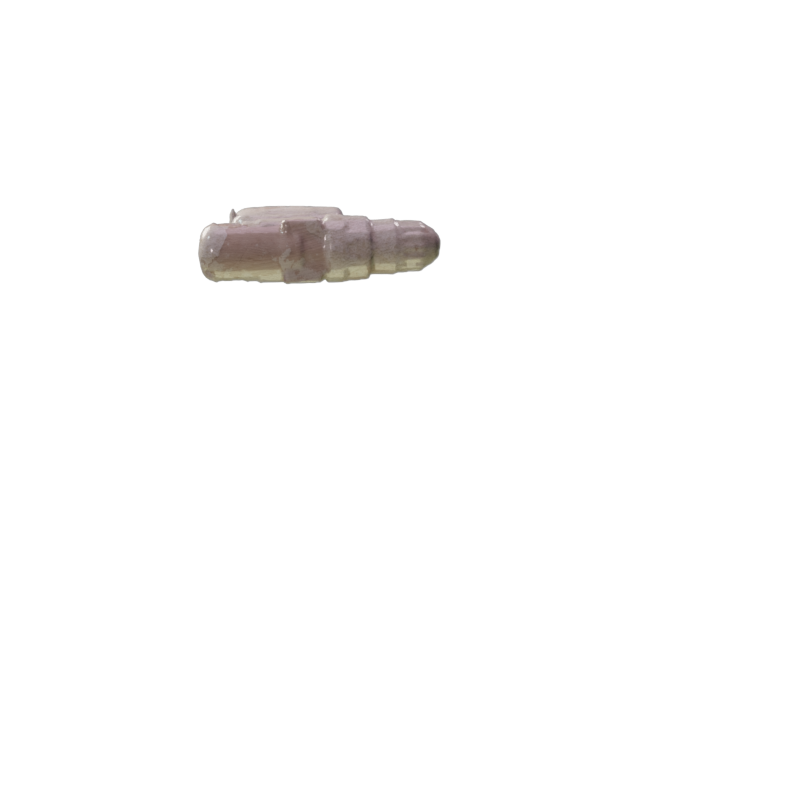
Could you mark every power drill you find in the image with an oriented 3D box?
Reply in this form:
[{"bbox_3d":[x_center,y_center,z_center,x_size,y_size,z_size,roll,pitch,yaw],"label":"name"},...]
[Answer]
[{"bbox_3d":[-0.071,-0.130,0.913,0.183,0.057,0.192,-1,10,-6],"label":"power drill"}]
